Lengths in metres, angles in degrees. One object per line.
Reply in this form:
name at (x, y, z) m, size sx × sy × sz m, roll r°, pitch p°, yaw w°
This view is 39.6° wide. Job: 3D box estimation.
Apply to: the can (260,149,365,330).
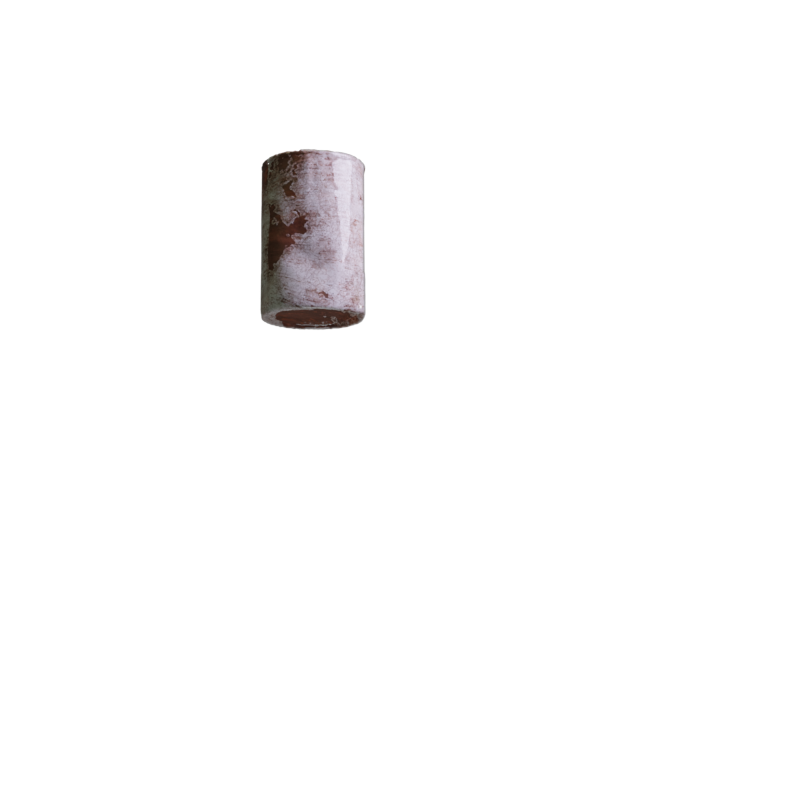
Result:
can at (-0.056, -0.101, 0.711) m, size 0.068 × 0.106 × 0.066 m, roll 0°, pitch -14°, yaw -2°
